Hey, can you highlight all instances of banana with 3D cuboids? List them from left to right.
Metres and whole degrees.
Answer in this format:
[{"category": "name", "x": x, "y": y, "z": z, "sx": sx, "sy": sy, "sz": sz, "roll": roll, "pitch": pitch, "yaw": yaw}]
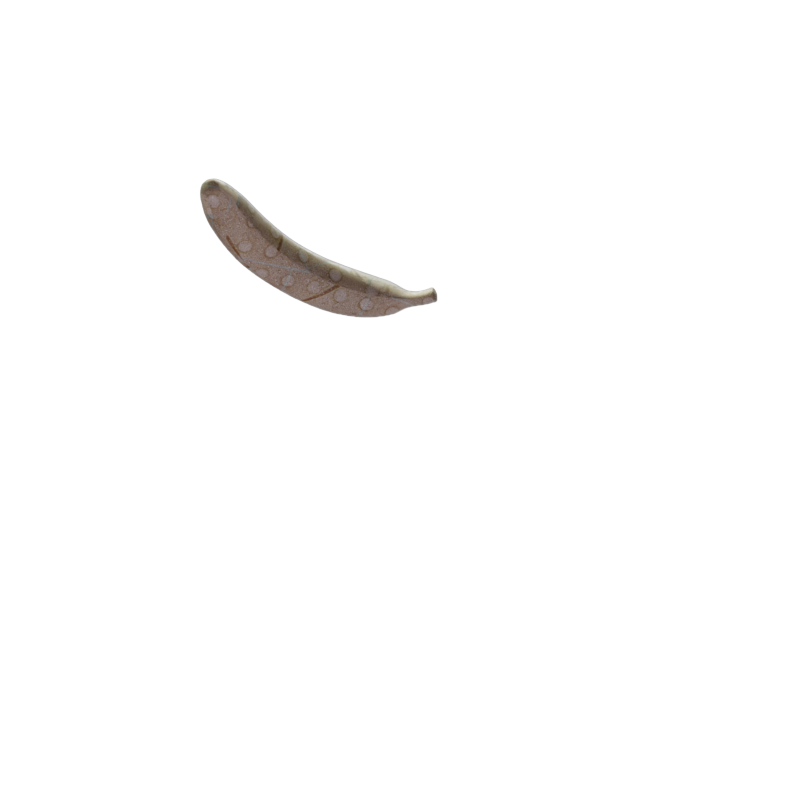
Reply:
[{"category": "banana", "x": -0.070, "y": -0.103, "z": 0.809, "sx": 0.188, "sy": 0.039, "sz": 0.068, "roll": 23, "pitch": -46, "yaw": -24}]
